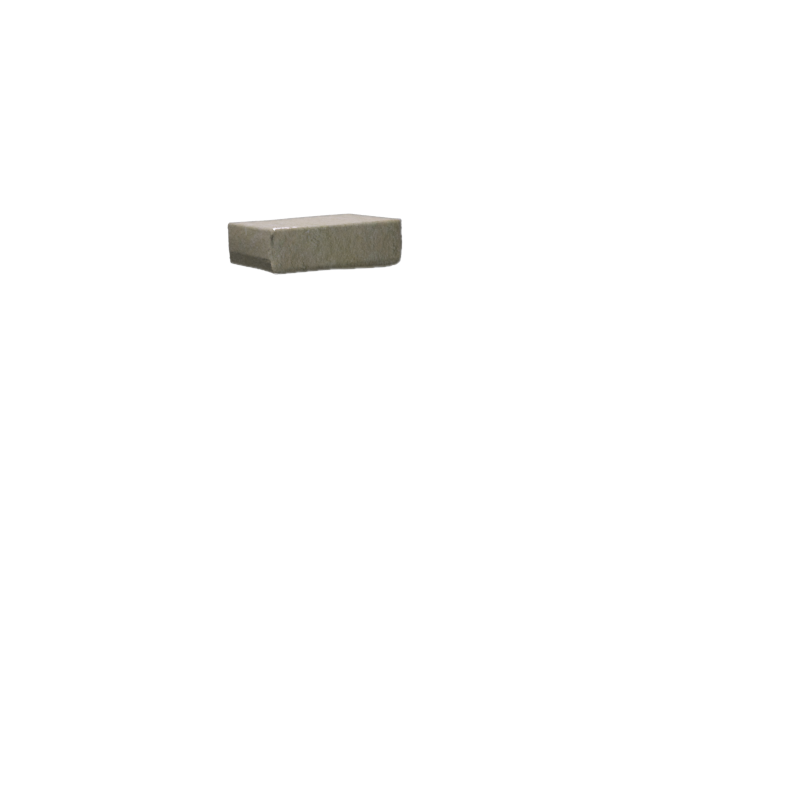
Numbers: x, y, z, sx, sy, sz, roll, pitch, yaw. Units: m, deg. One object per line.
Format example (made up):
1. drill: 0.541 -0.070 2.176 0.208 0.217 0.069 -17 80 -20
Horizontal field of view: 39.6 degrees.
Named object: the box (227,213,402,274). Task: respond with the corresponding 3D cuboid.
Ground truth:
1. box: -0.068 -0.124 0.869 0.110 0.038 0.094 -7 14 -27
